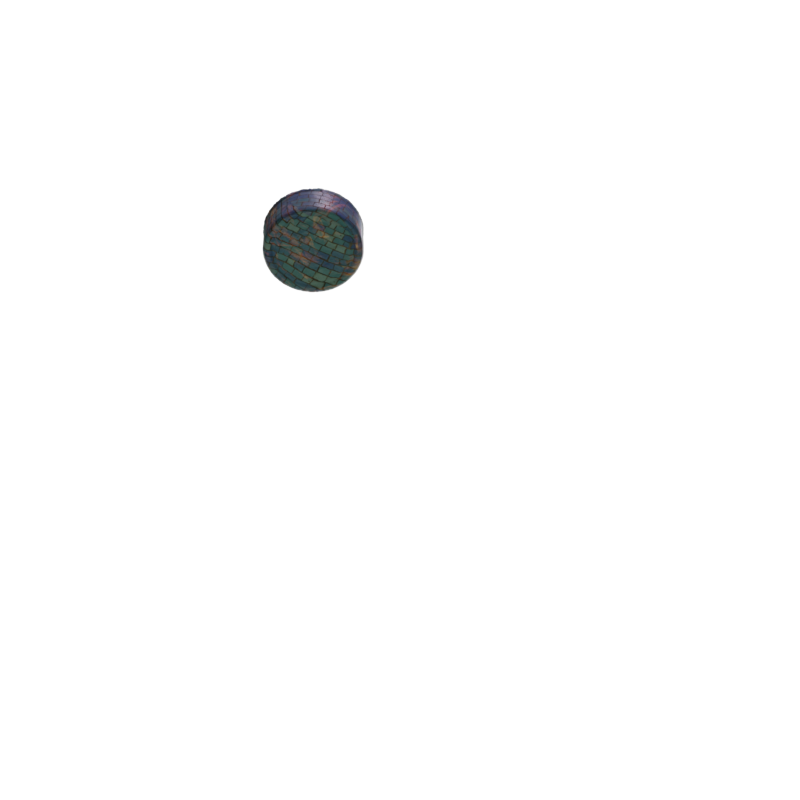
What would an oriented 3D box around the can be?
[{"bbox_3d":[-0.073,-0.133,0.934,0.086,0.080,0.036,1,37,-1],"label":"can"}]
